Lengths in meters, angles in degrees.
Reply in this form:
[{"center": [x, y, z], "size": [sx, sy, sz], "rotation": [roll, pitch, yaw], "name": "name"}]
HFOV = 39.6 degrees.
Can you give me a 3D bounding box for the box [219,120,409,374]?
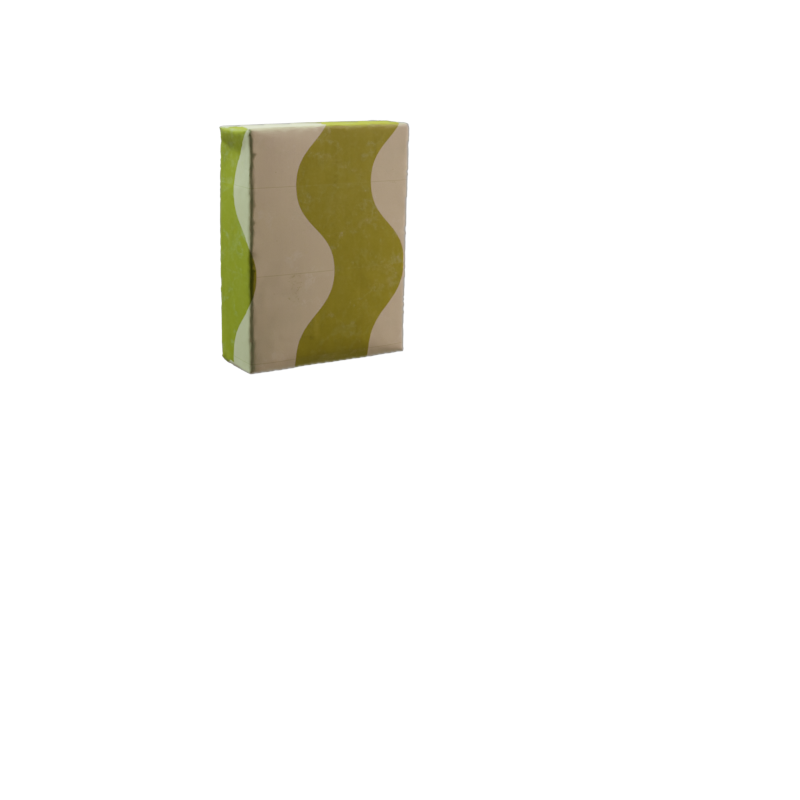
[{"center": [-0.078, -0.143, 0.999], "size": [0.160, 0.209, 0.076], "rotation": [-7, 13, -32], "name": "box"}]
